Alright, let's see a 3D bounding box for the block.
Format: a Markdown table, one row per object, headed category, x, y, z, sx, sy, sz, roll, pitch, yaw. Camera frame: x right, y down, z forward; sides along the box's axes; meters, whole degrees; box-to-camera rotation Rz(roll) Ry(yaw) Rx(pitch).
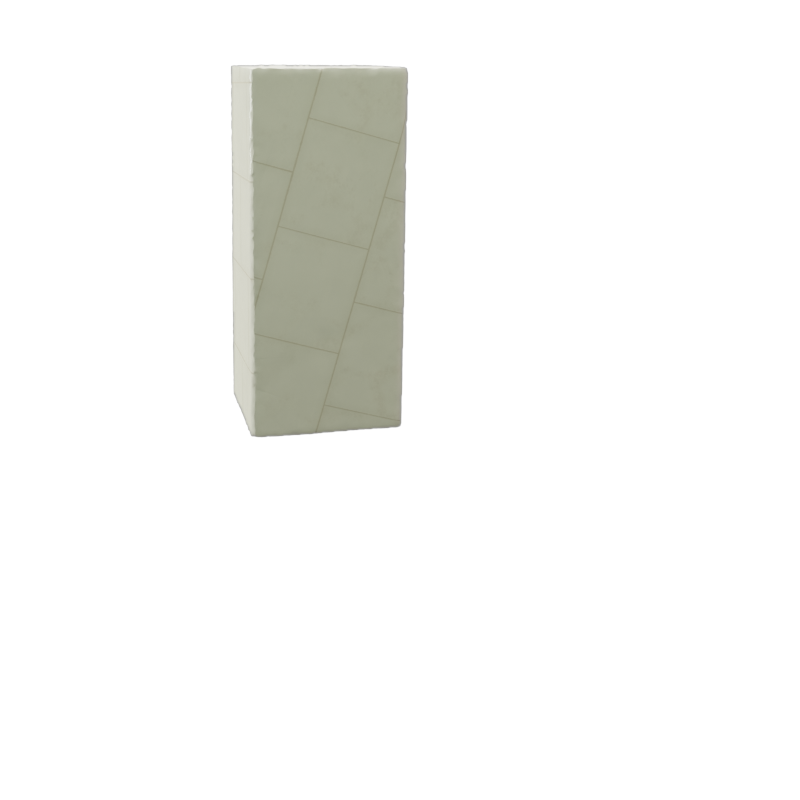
| category | x | y | z | sx | sy | sz | roll | pitch | yaw |
| --- | --- | --- | --- | --- | --- | --- | --- | --- | --- |
| block | -0.051 | -0.094 | 0.655 | 0.089 | 0.201 | 0.094 | -2 | 11 | -14 |
